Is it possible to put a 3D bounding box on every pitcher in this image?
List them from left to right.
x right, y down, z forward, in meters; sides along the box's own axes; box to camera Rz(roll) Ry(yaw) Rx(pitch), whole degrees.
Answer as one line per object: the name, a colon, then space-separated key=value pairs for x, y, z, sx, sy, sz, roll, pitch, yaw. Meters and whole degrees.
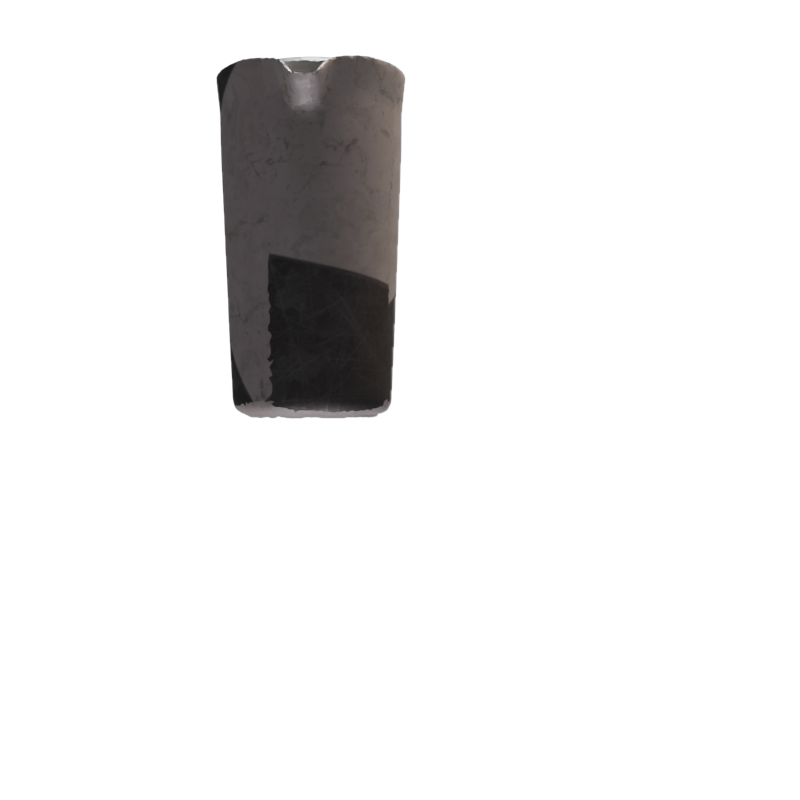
pitcher: x=-0.061 y=-0.111 z=0.780 sx=0.149 sy=0.247 sz=0.142 roll=-6 pitch=-8 yaw=44
